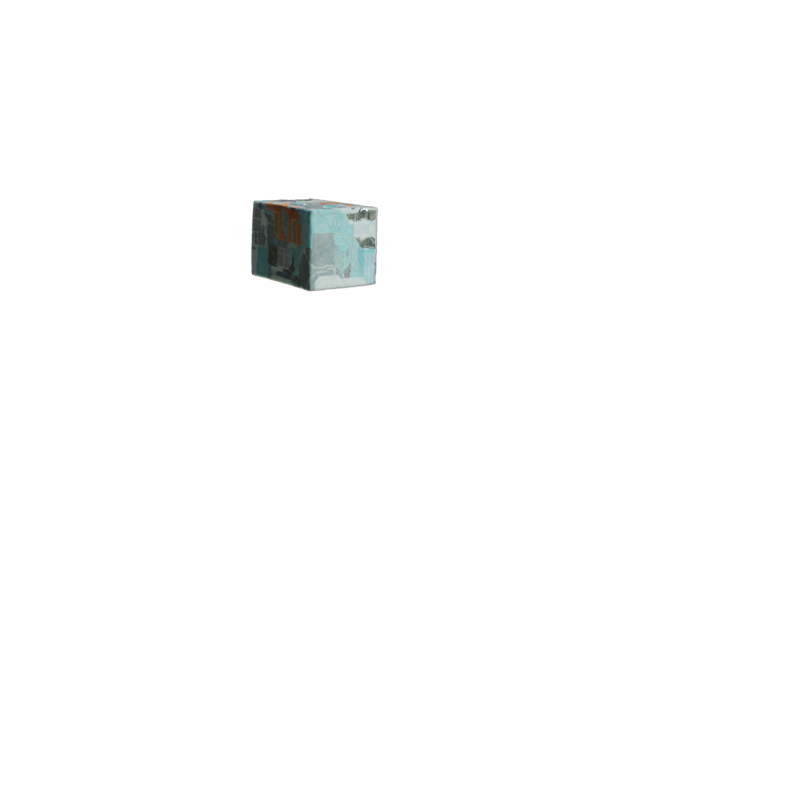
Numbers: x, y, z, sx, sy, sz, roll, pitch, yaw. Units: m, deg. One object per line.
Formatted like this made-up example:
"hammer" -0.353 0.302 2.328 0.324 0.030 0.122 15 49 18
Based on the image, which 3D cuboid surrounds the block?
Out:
"block" -0.057 -0.103 0.725 0.051 0.050 0.082 -7 15 -33
